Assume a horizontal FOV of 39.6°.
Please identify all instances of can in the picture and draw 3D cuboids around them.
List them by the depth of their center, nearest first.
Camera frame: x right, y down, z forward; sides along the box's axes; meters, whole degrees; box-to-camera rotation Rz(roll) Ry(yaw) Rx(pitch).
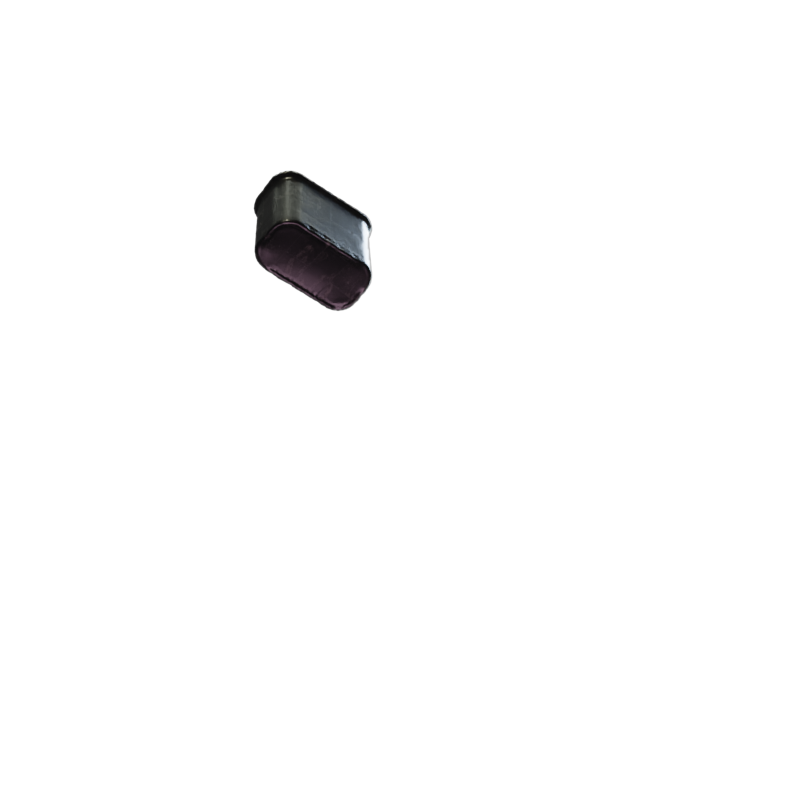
[{"bbox_3d":[-0.072,-0.131,0.914,0.098,0.056,0.089,30,28,-20],"label":"can"}]
